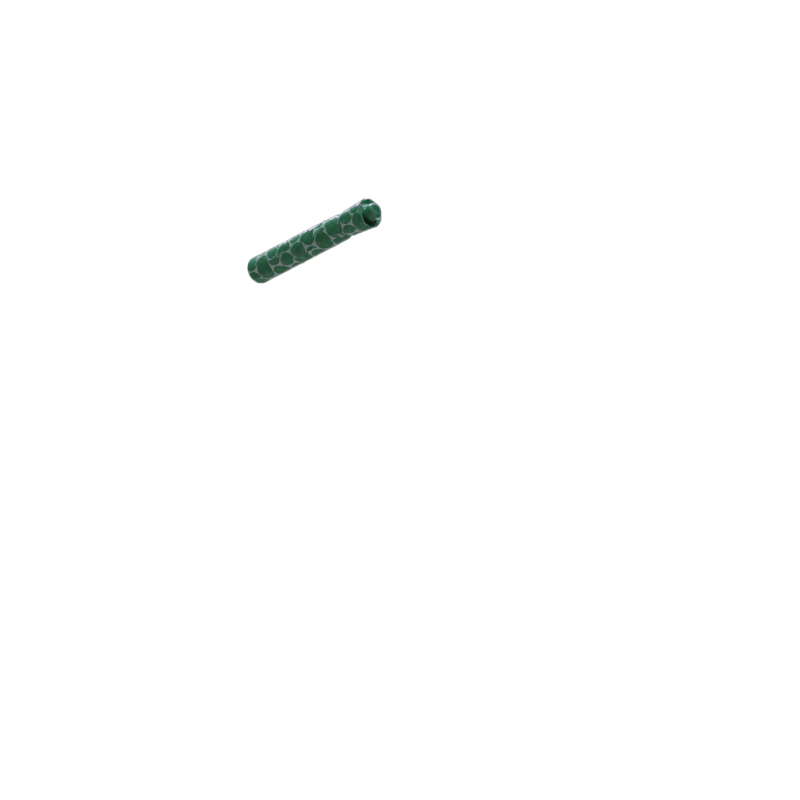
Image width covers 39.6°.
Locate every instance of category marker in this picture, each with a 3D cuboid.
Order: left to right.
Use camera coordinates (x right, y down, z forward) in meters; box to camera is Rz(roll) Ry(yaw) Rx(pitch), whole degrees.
[{"bbox_3d":[-0.055,-0.100,0.701,0.019,0.020,0.122,-3,-10,-43],"label":"marker"}]
